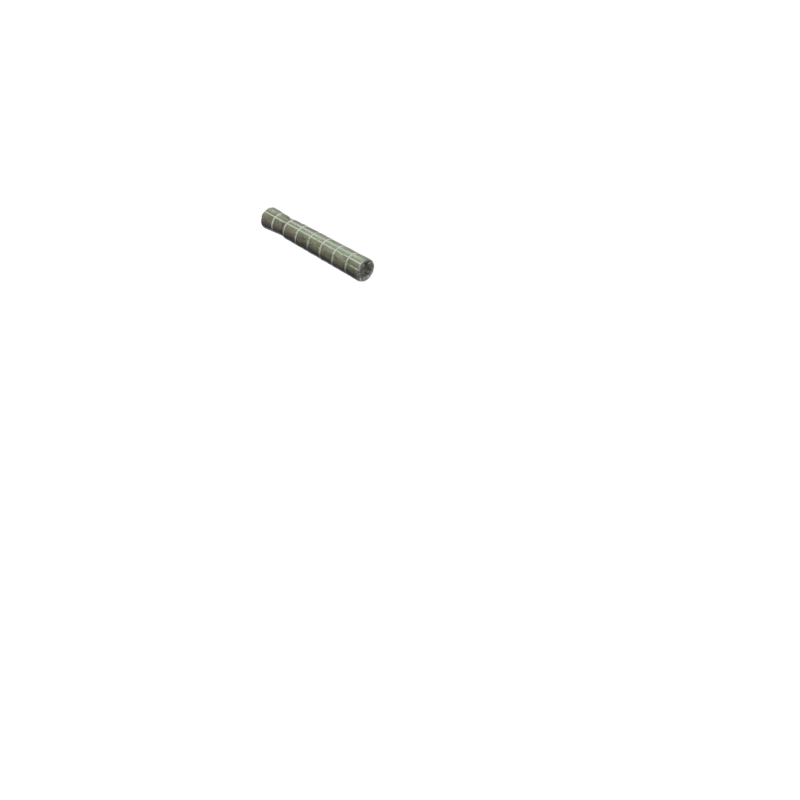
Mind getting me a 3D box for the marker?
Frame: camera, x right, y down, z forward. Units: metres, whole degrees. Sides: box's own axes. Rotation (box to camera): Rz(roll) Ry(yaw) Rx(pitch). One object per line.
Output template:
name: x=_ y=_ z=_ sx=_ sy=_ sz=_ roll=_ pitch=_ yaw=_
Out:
marker: x=-0.068 y=-0.125 z=0.873 sx=0.019 sy=0.019 sz=0.130 roll=-3 pitch=28 yaw=-45
